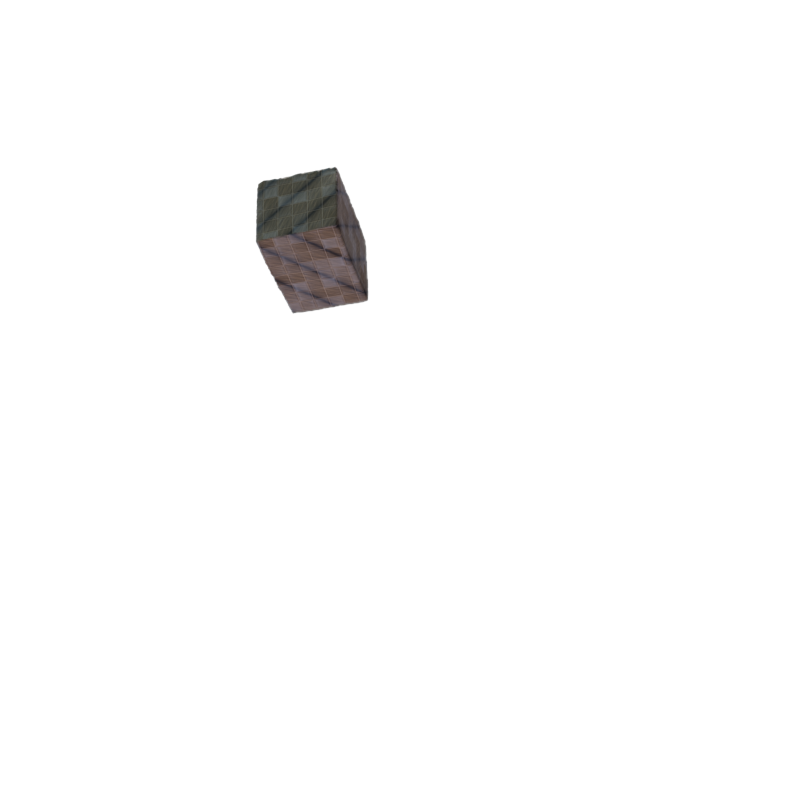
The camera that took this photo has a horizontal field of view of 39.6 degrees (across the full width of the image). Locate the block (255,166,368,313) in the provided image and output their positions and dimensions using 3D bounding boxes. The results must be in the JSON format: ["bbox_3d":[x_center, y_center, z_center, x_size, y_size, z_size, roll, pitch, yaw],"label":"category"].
[{"bbox_3d":[-0.055,-0.100,0.698,0.053,0.055,0.072,-9,-37,10],"label":"block"}]
